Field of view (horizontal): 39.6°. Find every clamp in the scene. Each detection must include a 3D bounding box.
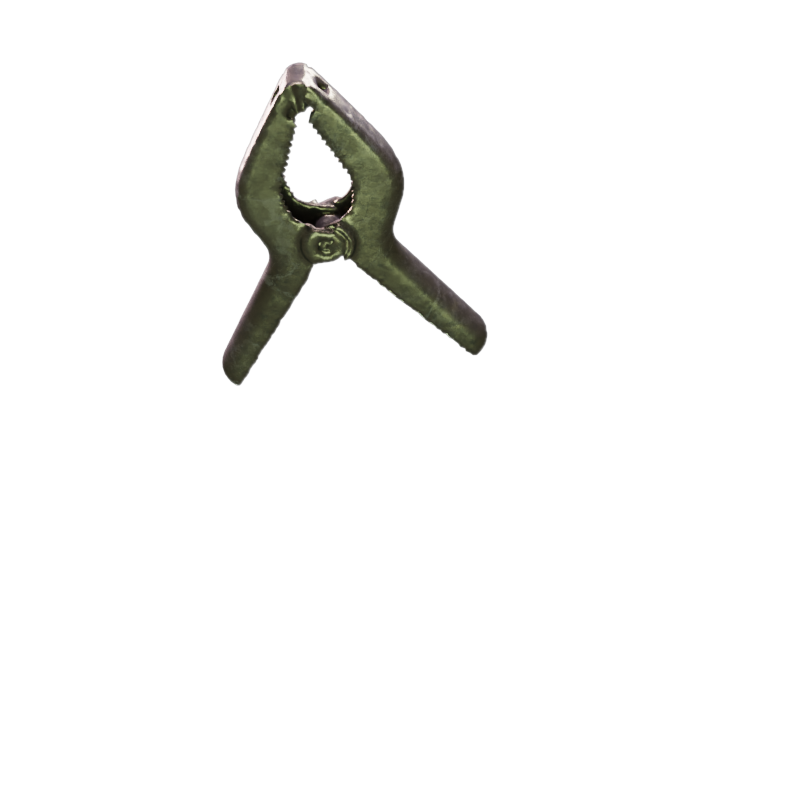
[{"bbox_3d":[-0.050,-0.092,0.644,0.165,0.195,0.039,-13,35,9],"label":"clamp"}]
